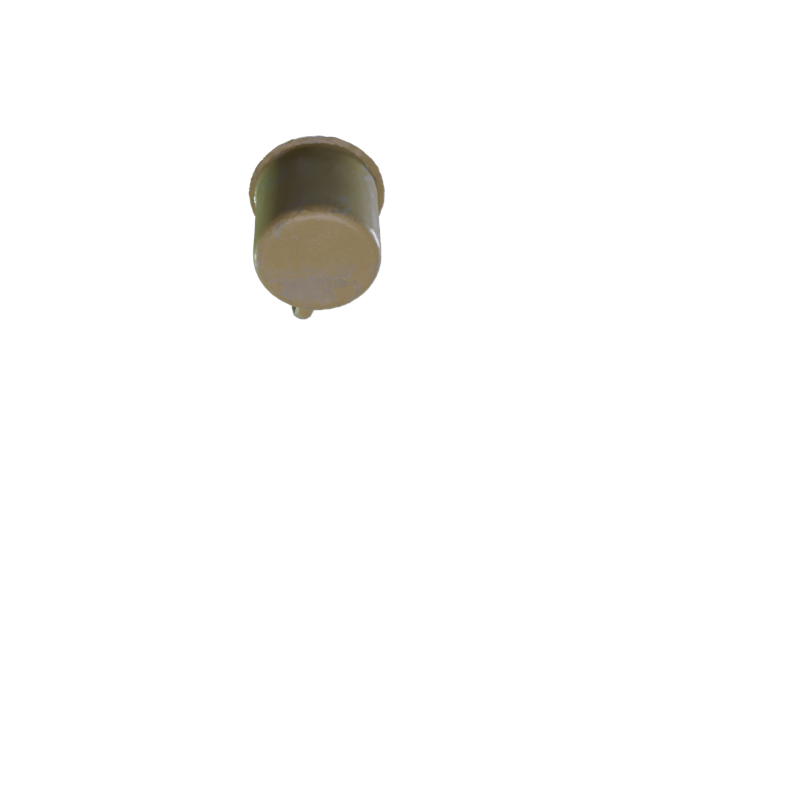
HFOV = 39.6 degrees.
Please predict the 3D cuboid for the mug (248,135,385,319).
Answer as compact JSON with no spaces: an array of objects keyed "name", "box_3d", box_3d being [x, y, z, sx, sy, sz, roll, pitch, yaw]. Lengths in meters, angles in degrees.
[{"name":"mug","box_3d":[-0.057,-0.105,0.733,0.092,0.111,0.087,10,38,-10]}]
